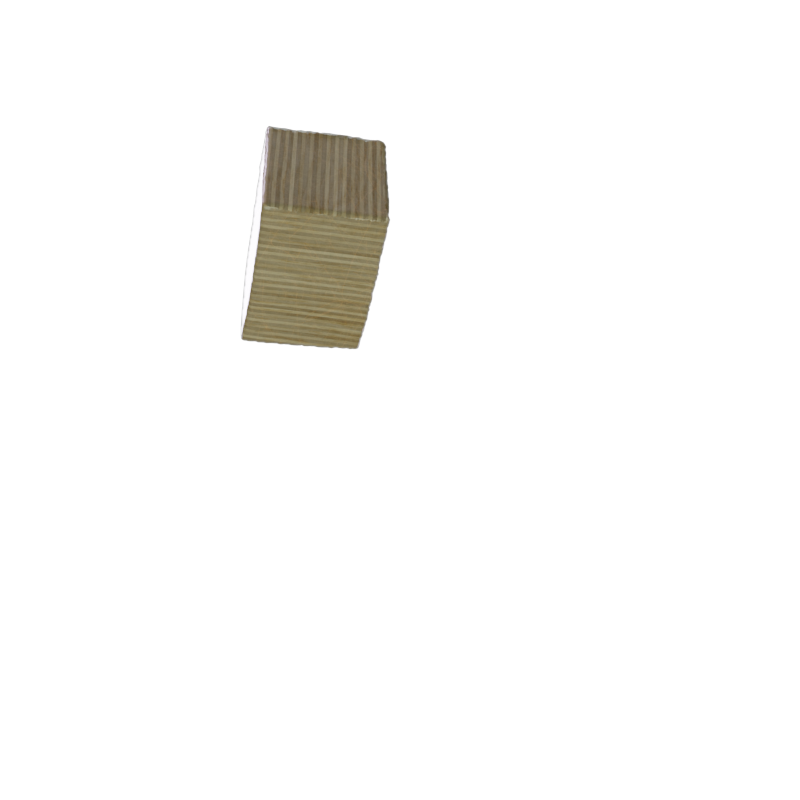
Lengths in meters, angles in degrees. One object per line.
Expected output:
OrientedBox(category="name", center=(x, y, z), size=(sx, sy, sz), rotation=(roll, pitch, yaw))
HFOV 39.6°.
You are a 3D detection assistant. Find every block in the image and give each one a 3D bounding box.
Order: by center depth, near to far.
OrientedBox(category="block", center=(-0.037, -0.067, 0.470), size=(0.052, 0.055, 0.073), rotation=(7, -45, -9))
